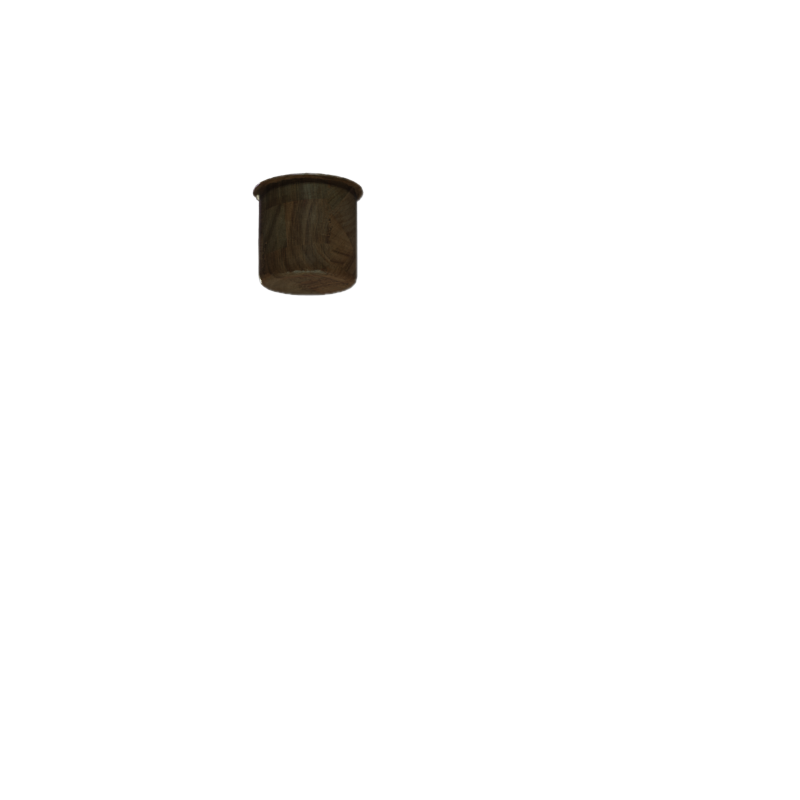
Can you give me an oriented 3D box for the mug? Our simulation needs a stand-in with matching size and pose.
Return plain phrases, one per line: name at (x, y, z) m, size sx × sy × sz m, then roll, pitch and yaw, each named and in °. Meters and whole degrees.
mug at (-0.073, -0.132, 0.928) m, size 0.095 × 0.084 × 0.111 m, roll -5°, pitch -12°, yaw 18°
